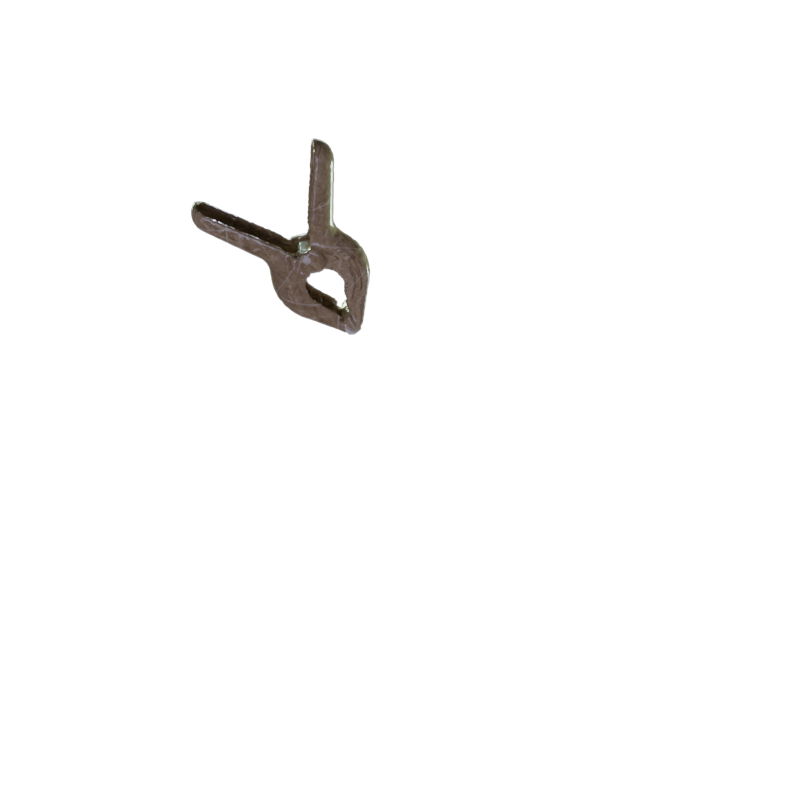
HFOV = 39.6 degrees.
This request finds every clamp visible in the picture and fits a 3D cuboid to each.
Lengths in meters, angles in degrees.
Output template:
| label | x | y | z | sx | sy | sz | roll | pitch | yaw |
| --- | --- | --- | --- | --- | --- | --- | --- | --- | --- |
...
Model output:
| label | x | y | z | sx | sy | sz | roll | pitch | yaw |
| --- | --- | --- | --- | --- | --- | --- | --- | --- | --- |
| clamp | -0.069 | -0.125 | 0.877 | 0.120 | 0.042 | 0.160 | -30 | -56 | 22 |
